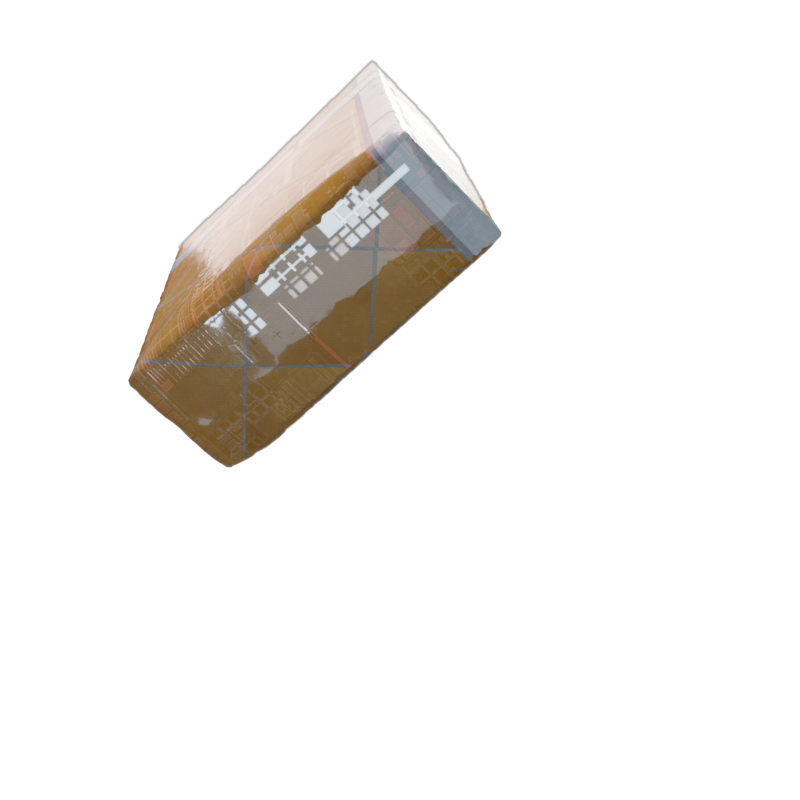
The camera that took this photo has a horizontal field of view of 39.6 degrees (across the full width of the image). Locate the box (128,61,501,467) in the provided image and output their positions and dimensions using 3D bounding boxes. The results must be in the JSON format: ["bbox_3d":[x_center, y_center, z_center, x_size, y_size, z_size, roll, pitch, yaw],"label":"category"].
[{"bbox_3d":[-0.044,-0.081,0.568,0.163,0.069,0.224,-41,20,12],"label":"box"}]
